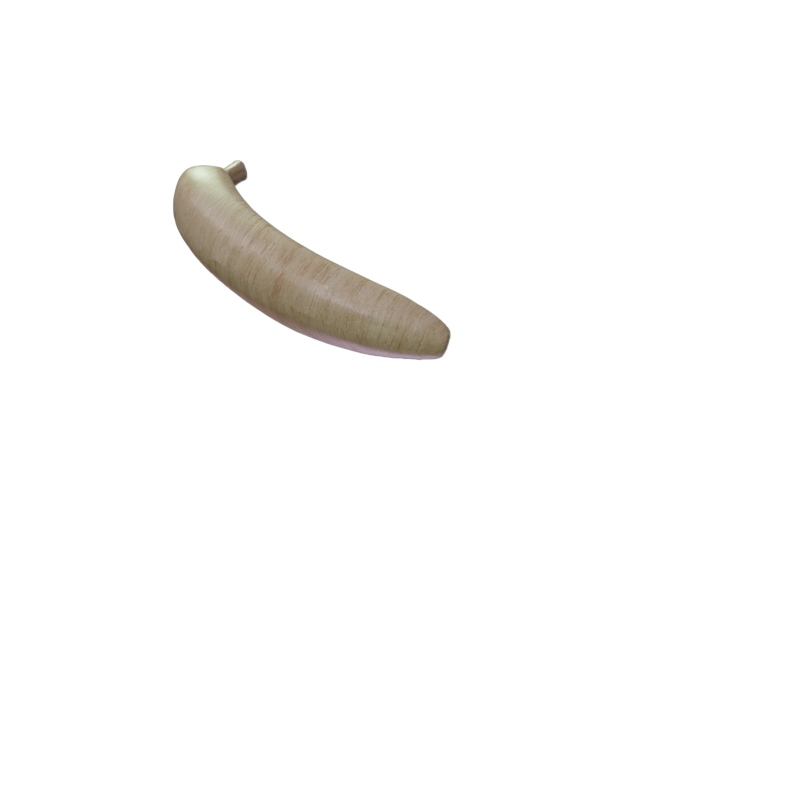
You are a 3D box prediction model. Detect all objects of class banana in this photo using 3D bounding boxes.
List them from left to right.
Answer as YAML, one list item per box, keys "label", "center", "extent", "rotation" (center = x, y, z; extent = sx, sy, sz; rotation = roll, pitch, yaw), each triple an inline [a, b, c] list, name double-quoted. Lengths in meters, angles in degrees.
- label: "banana"
  center: [-0.060, -0.073, 0.535]
  extent: [0.069, 0.034, 0.213]
  rotation: [-22, 44, -25]
